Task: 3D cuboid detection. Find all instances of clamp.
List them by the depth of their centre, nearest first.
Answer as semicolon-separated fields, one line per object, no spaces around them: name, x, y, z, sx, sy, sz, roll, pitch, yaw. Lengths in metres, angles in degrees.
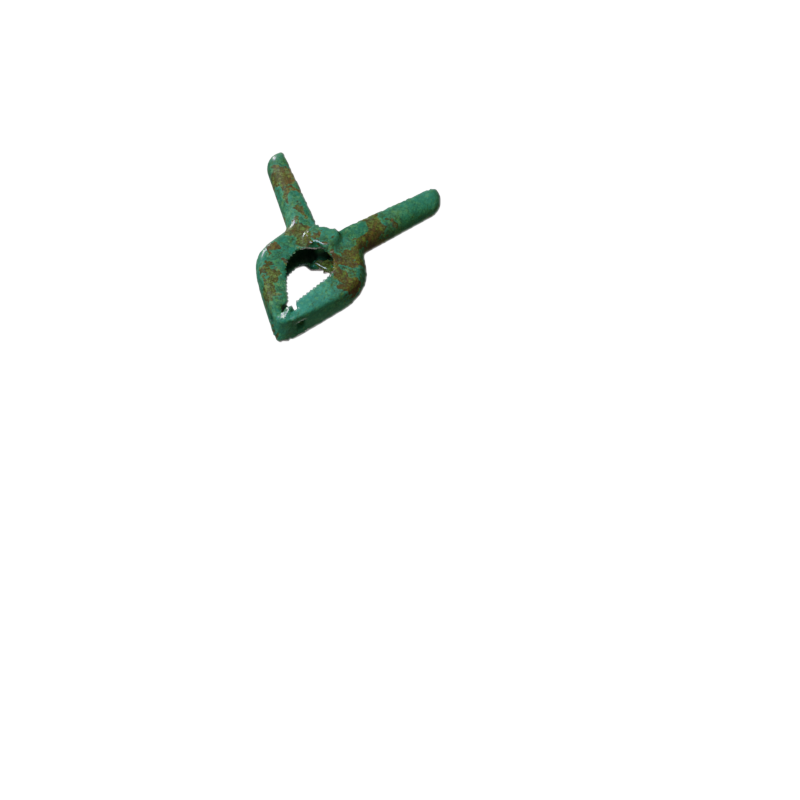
clamp;-0.076;-0.138;0.966;0.170;0.218;0.034;18;-39;15
